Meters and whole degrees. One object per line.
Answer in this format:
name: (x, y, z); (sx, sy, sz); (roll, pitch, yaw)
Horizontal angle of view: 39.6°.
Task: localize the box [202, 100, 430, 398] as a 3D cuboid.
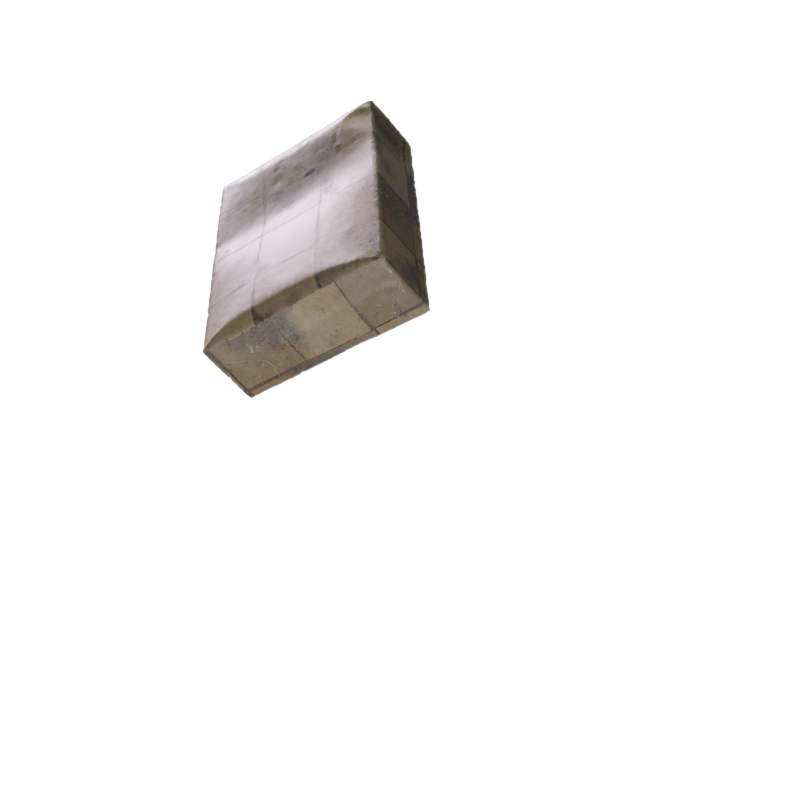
box: (-0.070, -0.127, 0.891); (0.164, 0.230, 0.067); (-26, -50, 20)
